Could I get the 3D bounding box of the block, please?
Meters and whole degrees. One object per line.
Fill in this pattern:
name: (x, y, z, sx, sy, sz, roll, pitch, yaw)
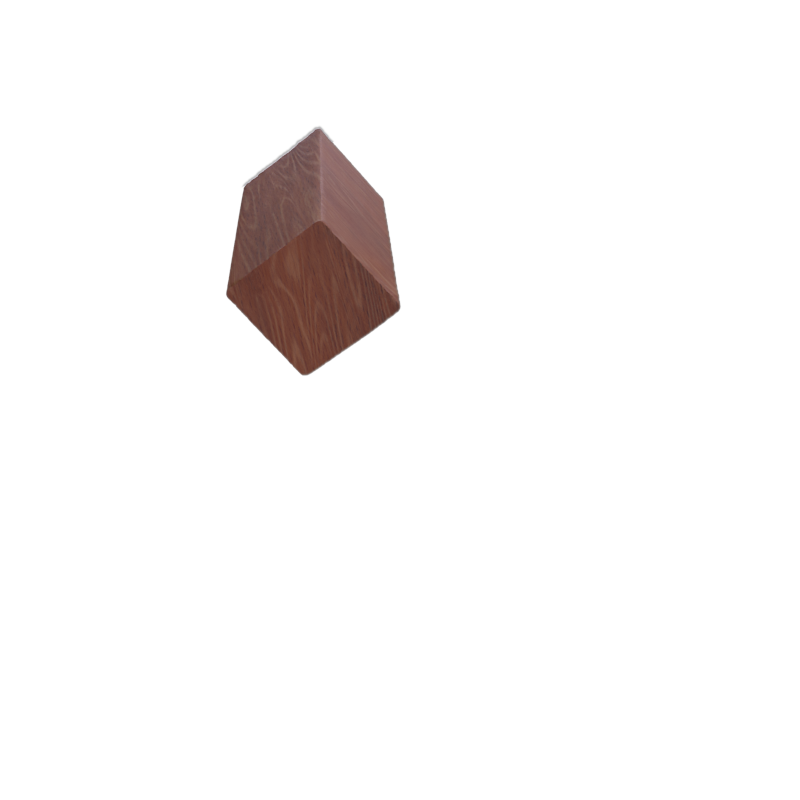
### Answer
block: (-0.068, -0.122, 0.858, 0.090, 0.086, 0.219, -36, 26, 15)
